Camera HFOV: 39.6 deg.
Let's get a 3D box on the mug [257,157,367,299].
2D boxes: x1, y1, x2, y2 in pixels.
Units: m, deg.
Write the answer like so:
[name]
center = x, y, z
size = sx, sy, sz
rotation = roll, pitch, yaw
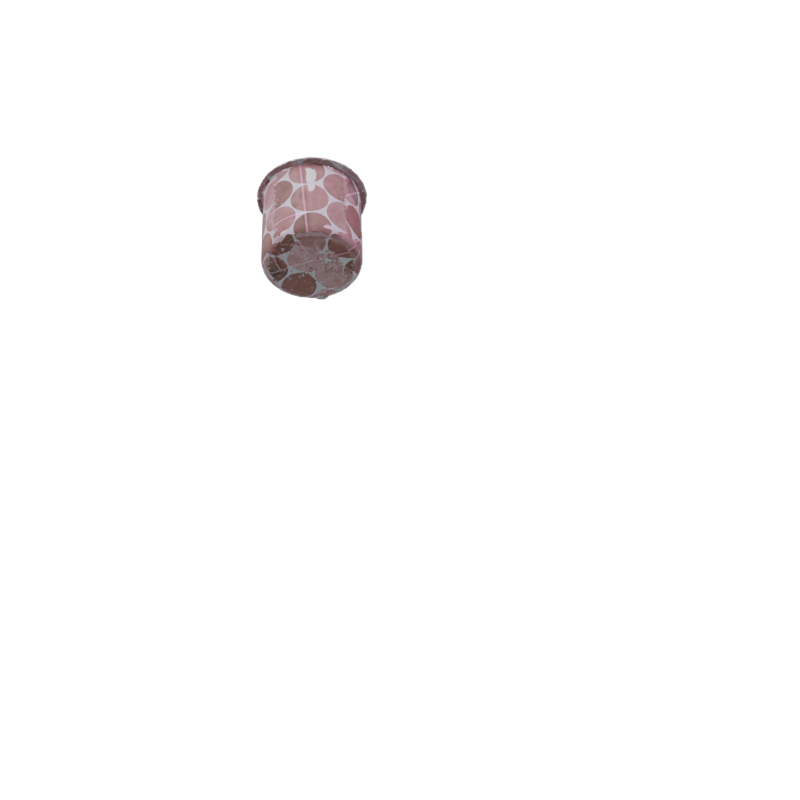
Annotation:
[mug]
center = -0.072, -0.131, 0.919
size = 0.093, 0.087, 0.109
rotation = -3, -41, 2
